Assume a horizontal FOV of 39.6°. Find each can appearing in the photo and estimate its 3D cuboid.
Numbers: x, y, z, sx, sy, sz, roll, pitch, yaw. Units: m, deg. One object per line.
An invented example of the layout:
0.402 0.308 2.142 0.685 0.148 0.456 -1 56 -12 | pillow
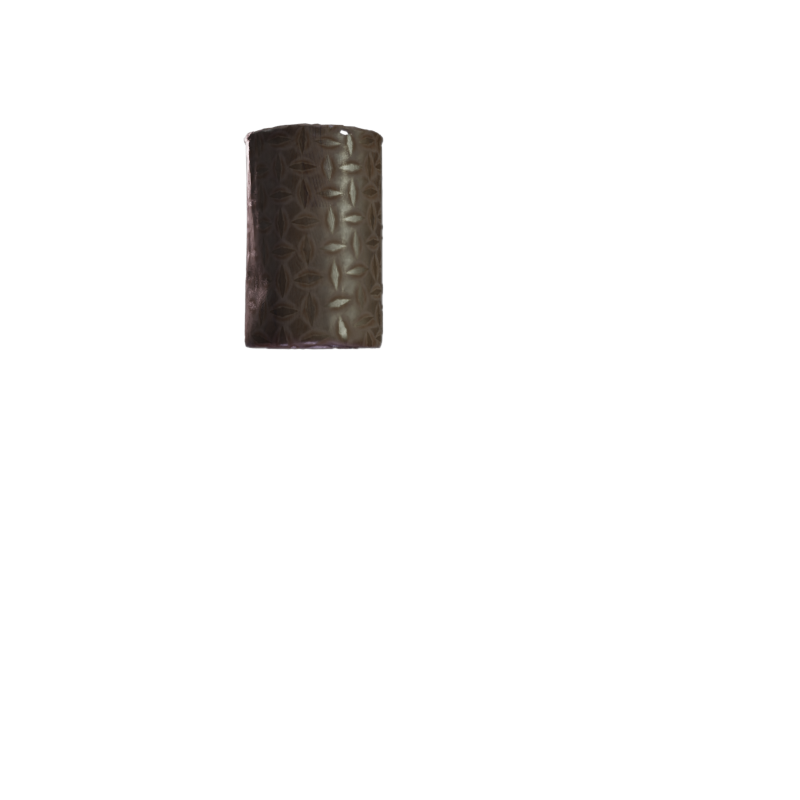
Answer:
-0.042 -0.076 0.534 0.068 0.104 0.068 0 -4 -2 | can
